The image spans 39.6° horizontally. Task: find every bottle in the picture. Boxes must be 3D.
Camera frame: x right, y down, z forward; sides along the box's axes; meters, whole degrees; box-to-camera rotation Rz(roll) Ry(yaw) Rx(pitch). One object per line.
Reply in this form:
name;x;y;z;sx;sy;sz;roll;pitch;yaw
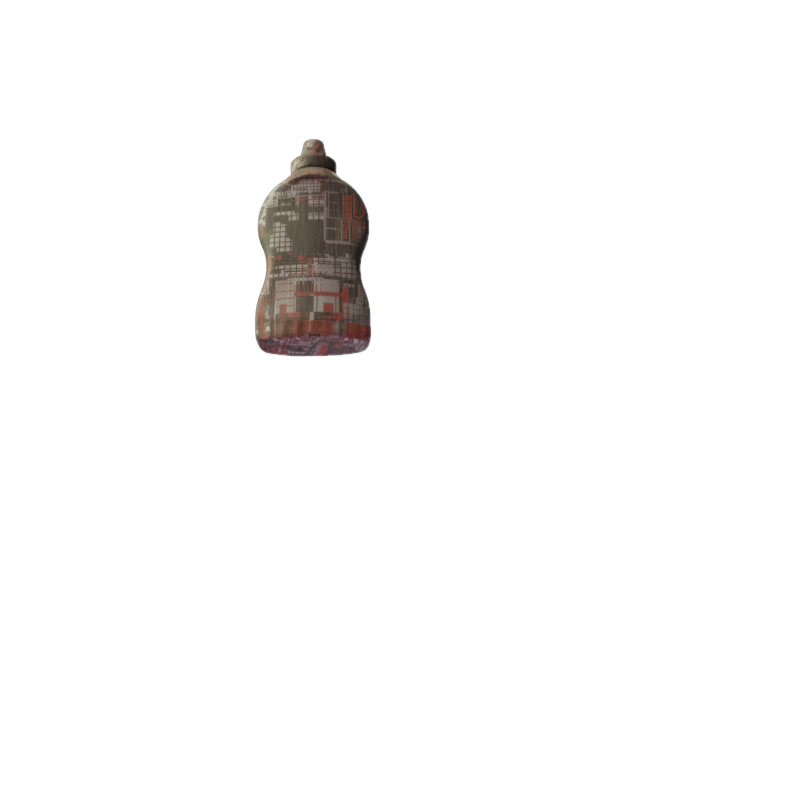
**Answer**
bottle;-0.075;-0.136;0.953;0.096;0.201;0.055;-2;-21;3
